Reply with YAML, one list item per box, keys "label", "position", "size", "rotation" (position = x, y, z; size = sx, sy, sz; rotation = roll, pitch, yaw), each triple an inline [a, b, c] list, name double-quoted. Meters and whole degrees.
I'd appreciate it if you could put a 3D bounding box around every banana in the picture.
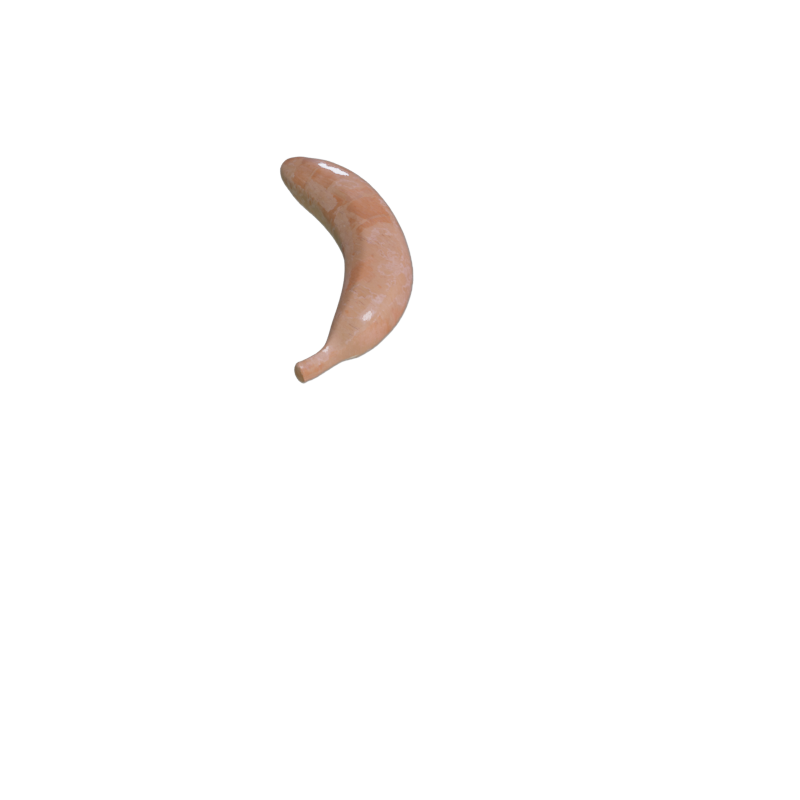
- label: "banana"
  position: [-0.031, -0.088, 0.629]
  size: [0.069, 0.034, 0.213]
  rotation: [-4, 40, -5]
